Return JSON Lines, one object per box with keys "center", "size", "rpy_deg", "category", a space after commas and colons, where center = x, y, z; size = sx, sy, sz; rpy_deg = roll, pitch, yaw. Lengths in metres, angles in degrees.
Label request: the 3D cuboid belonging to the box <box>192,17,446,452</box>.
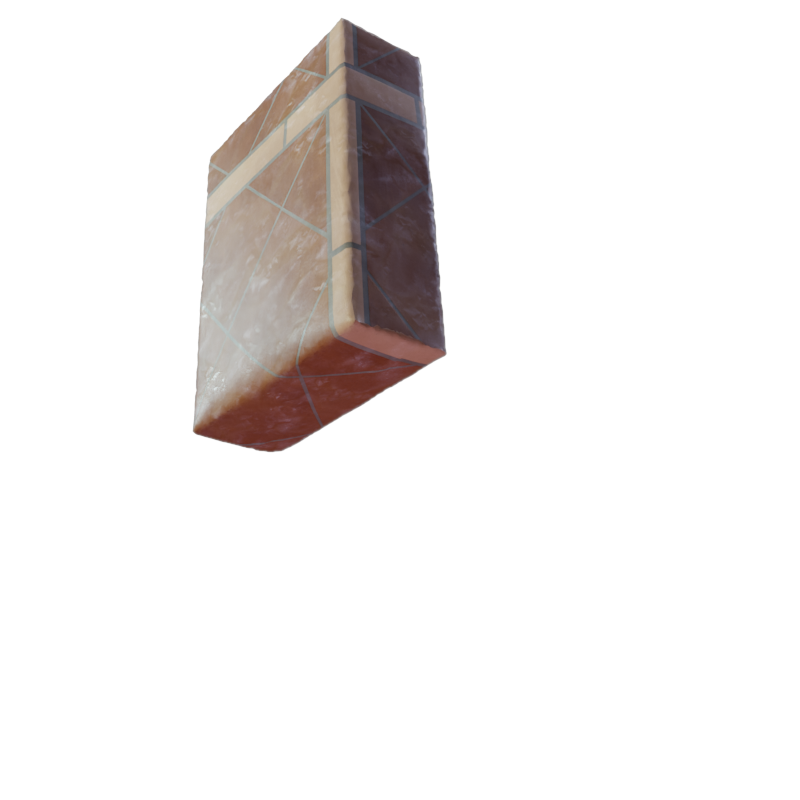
{"center": [-0.053, -0.096, 0.675], "size": [0.068, 0.228, 0.162], "rpy_deg": [21, -37, -32], "category": "box"}
